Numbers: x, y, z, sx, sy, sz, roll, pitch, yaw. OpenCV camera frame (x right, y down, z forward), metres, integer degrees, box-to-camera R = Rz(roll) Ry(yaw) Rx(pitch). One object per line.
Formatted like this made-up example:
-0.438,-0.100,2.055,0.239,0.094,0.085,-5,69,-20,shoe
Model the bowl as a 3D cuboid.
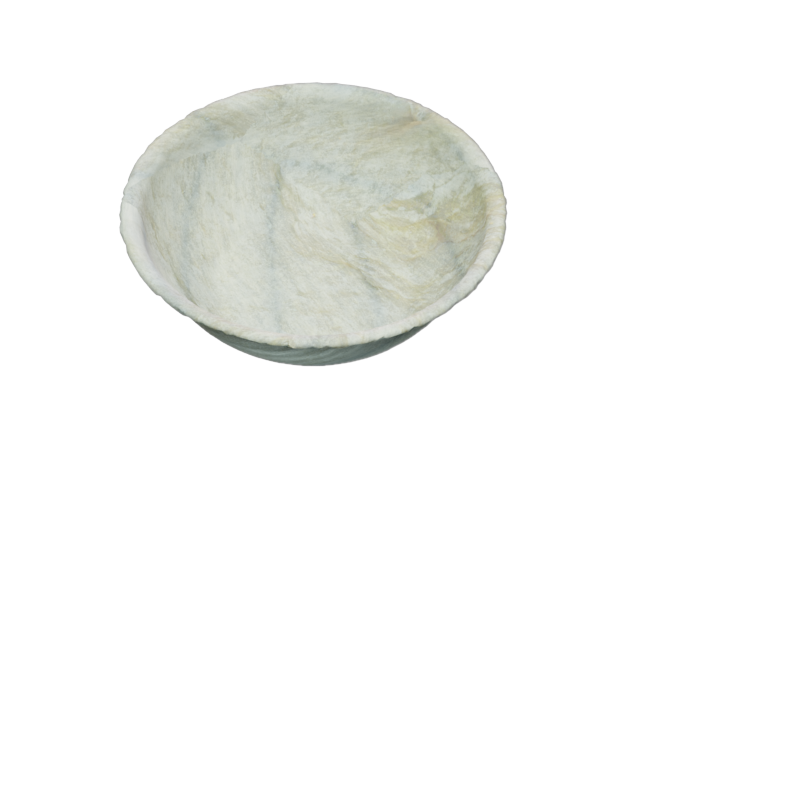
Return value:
-0.038,-0.069,0.483,0.162,0.174,0.051,-1,-42,-1,bowl
